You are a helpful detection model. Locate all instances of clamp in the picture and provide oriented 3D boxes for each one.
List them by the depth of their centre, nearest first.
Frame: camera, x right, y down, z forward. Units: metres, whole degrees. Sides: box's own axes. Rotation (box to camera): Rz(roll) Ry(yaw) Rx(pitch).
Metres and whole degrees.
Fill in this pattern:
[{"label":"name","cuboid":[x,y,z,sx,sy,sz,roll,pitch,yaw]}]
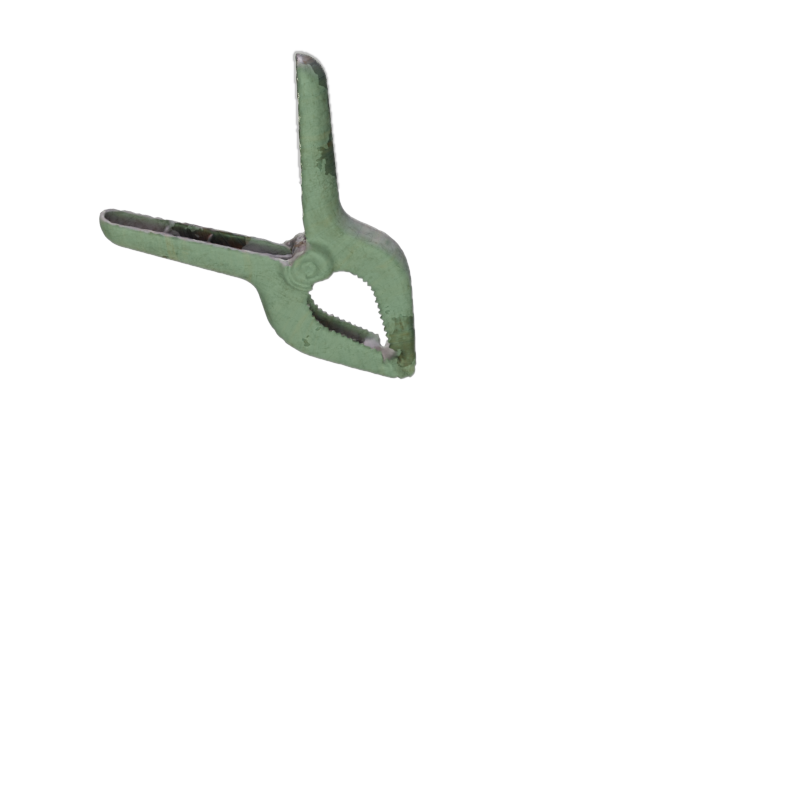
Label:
[{"label":"clamp","cuboid":[-0.052,-0.096,0.670,0.201,0.162,0.038,41,20,-18]}]
